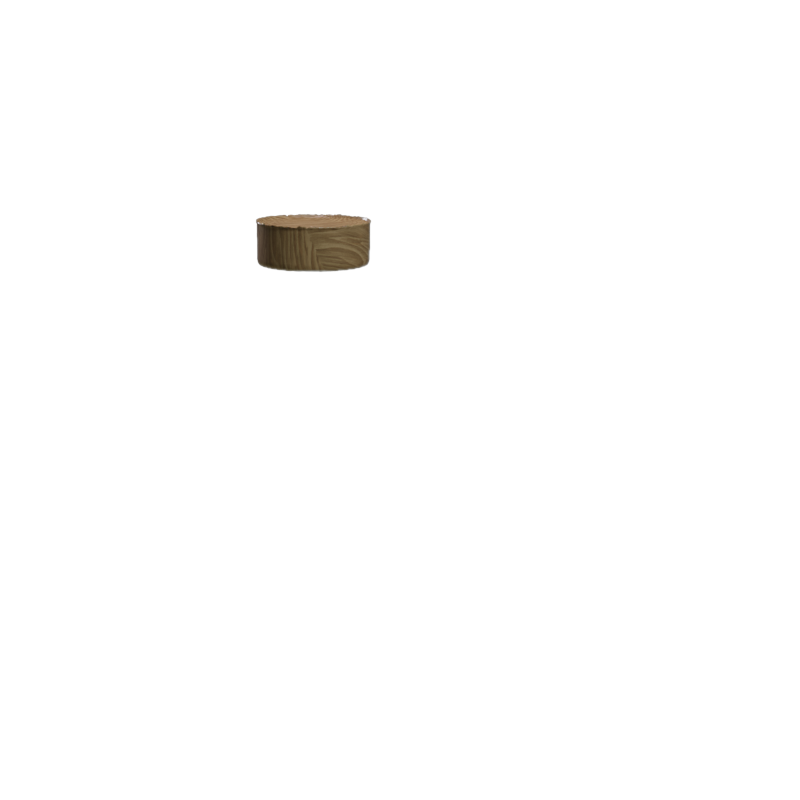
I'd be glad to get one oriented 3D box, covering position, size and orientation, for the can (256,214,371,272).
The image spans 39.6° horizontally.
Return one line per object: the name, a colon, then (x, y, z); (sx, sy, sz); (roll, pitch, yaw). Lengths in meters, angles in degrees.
can: (-0.065, -0.118, 0.827); (0.086, 0.033, 0.088); (0, 14, -2)
